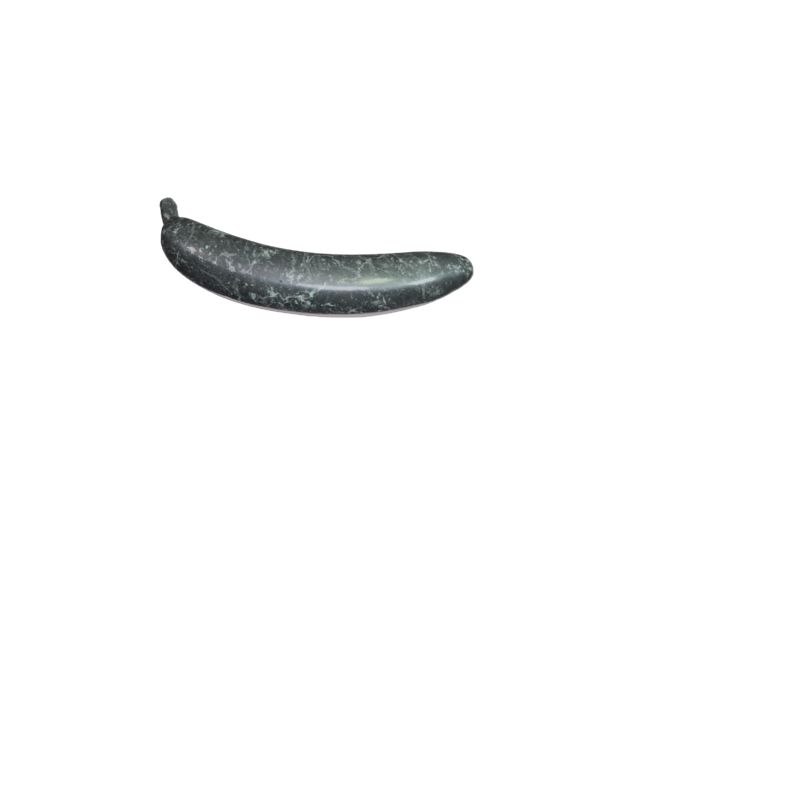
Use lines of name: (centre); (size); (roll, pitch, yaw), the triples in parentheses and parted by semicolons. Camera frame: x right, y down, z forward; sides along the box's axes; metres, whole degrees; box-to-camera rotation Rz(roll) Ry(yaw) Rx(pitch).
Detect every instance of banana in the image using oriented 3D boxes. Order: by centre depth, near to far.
banana: (-0.059, -0.079, 0.644); (0.201, 0.073, 0.034); (14, -35, 10)
